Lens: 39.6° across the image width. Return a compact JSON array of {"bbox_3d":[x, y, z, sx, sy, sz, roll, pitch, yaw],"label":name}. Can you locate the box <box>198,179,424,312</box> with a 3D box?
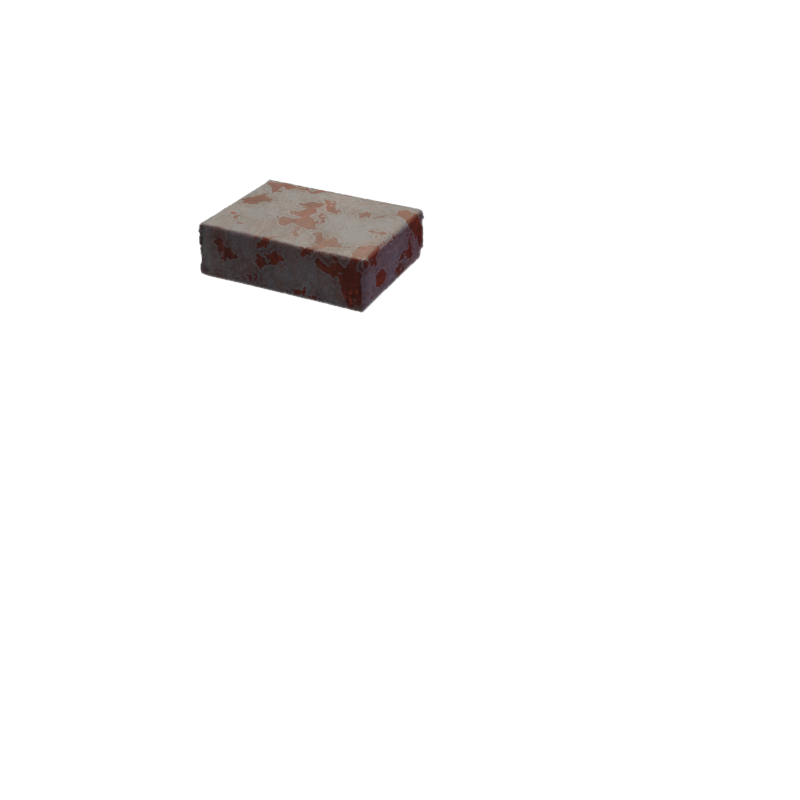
[{"bbox_3d":[-0.053,-0.097,0.681,0.118,0.037,0.091,12,30,22],"label":"box"}]
